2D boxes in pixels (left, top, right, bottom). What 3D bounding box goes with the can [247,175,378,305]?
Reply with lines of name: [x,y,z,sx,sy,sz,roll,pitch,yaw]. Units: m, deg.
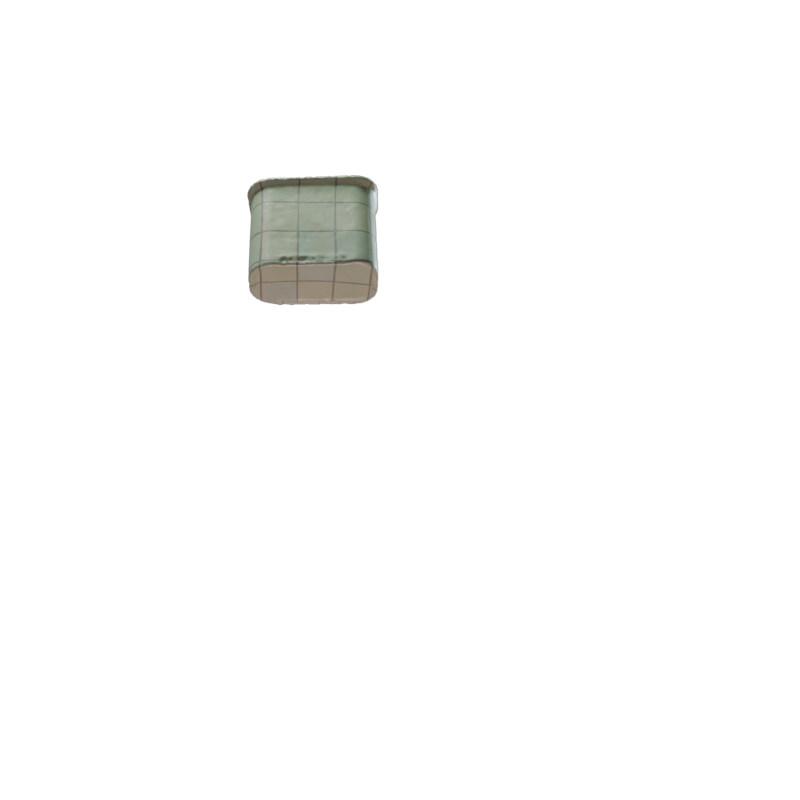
can: [-0.066,-0.121,0.845,0.102,0.090,0.054,-2,-35,1]
